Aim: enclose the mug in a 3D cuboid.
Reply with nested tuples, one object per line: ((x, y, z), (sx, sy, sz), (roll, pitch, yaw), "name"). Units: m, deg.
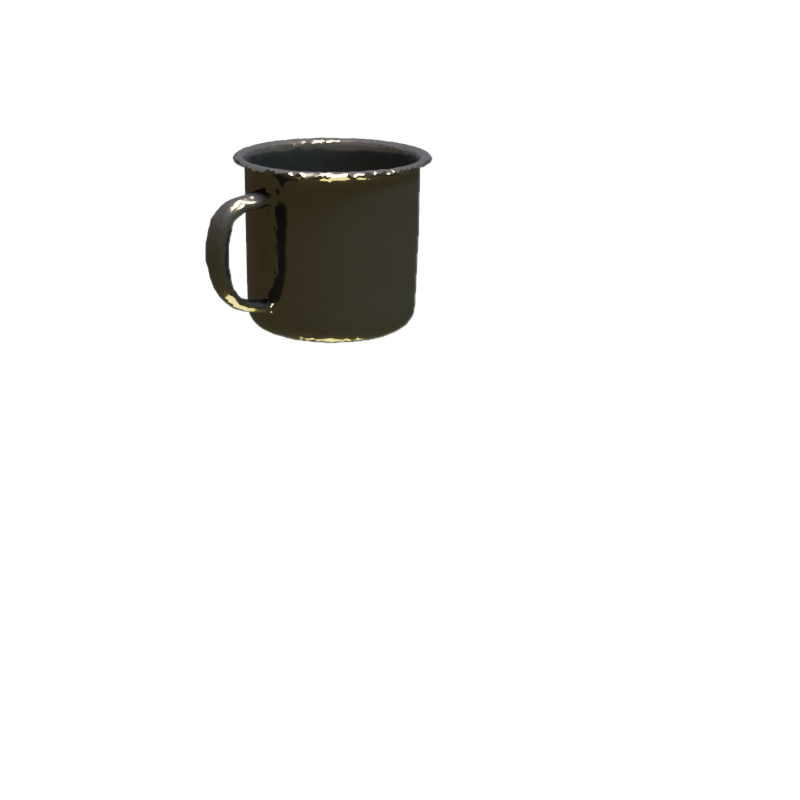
((-0.041, -0.074, 0.522), (0.099, 0.078, 0.115), (19, 27, 41), "mug")
